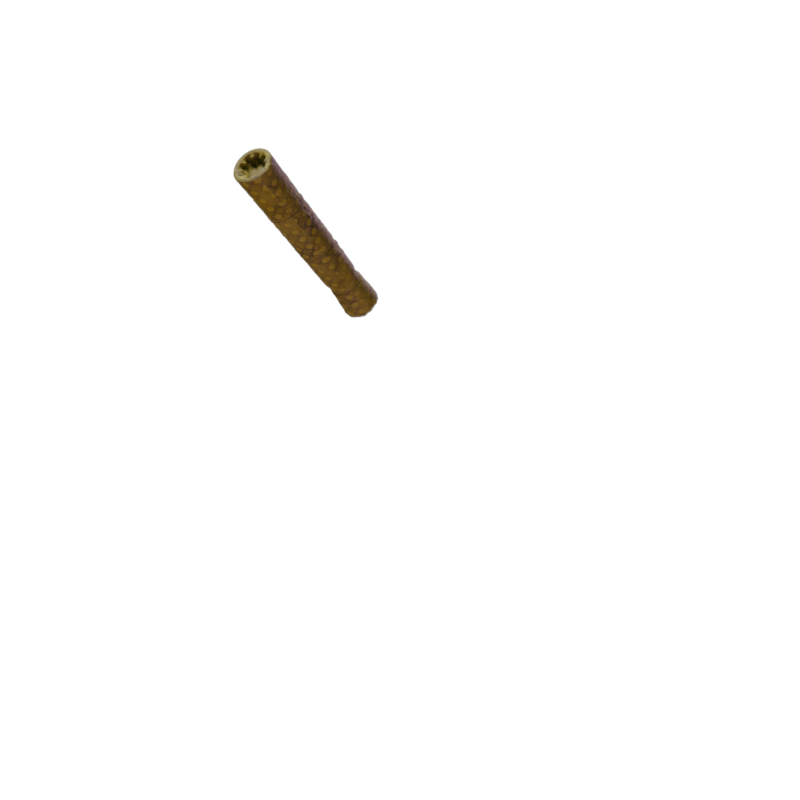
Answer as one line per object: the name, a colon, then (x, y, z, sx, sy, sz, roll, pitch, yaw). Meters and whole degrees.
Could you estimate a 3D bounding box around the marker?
marker: (-0.041, -0.074, 0.519, 0.020, 0.021, 0.112, 2, -28, 30)
